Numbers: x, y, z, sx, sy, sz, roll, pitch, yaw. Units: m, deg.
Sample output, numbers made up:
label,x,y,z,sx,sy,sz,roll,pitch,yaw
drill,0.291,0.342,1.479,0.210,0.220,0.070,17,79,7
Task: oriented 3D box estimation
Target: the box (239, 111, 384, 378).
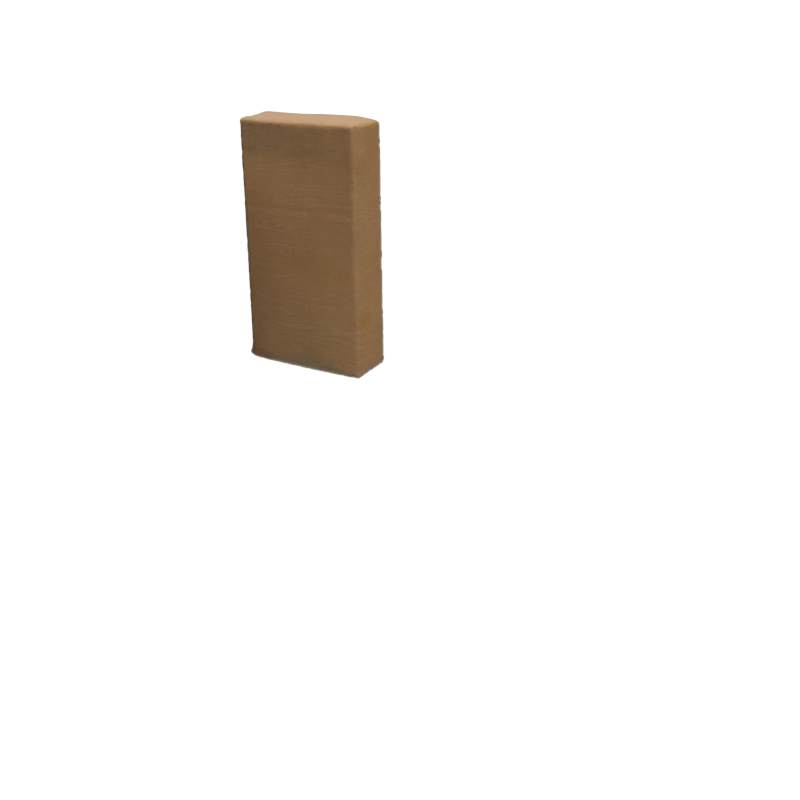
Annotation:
label,x,y,z,sx,sy,sz,roll,pitch,yaw
box,-0.060,-0.111,0.774,0.097,0.170,0.048,10,17,29
